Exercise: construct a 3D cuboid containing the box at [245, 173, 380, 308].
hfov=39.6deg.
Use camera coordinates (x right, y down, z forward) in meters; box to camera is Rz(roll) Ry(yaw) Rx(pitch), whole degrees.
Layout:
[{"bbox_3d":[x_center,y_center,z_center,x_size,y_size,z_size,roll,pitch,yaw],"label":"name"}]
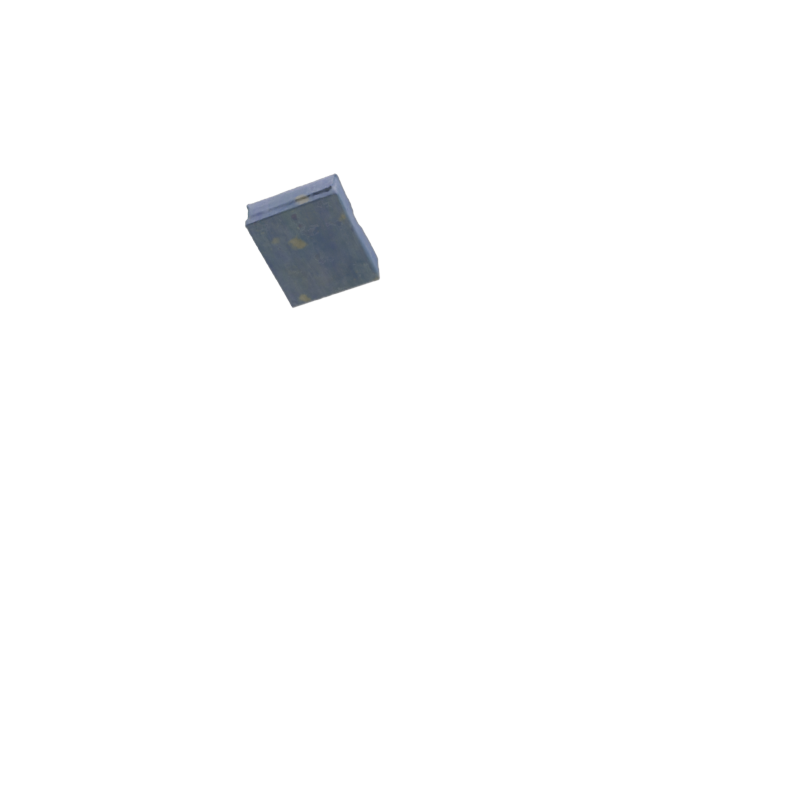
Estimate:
[{"bbox_3d":[-0.065,-0.118,0.827,0.073,0.083,0.032,-18,37,13],"label":"box"}]
